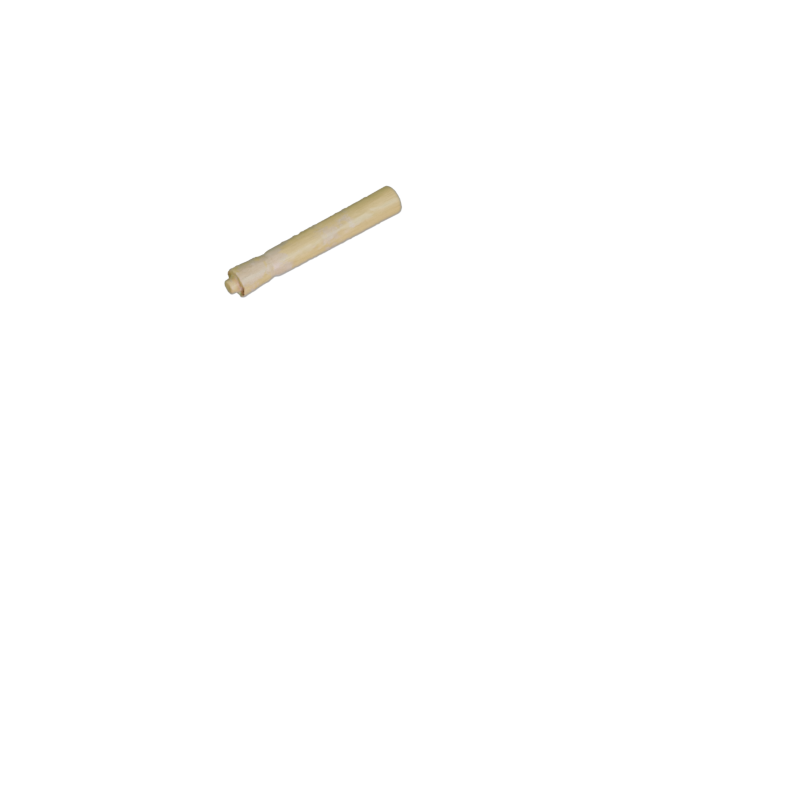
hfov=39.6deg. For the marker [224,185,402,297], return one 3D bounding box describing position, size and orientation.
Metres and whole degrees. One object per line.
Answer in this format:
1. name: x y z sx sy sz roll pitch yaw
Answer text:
1. marker: -0.052 -0.094 0.662 0.121 0.019 0.020 -32 17 -22
